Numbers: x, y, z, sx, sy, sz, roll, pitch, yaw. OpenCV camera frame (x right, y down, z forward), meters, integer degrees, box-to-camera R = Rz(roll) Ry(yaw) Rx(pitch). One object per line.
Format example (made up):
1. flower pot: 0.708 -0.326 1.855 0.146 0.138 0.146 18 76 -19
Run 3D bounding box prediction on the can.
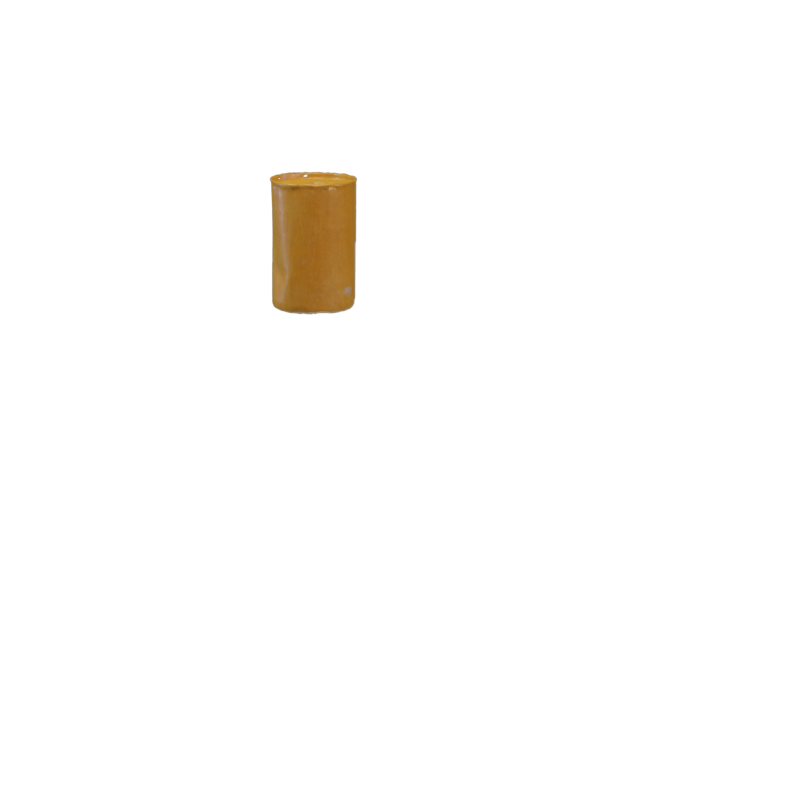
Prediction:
1. can: -0.068 -0.124 0.870 0.068 0.099 0.071 0 14 -2
